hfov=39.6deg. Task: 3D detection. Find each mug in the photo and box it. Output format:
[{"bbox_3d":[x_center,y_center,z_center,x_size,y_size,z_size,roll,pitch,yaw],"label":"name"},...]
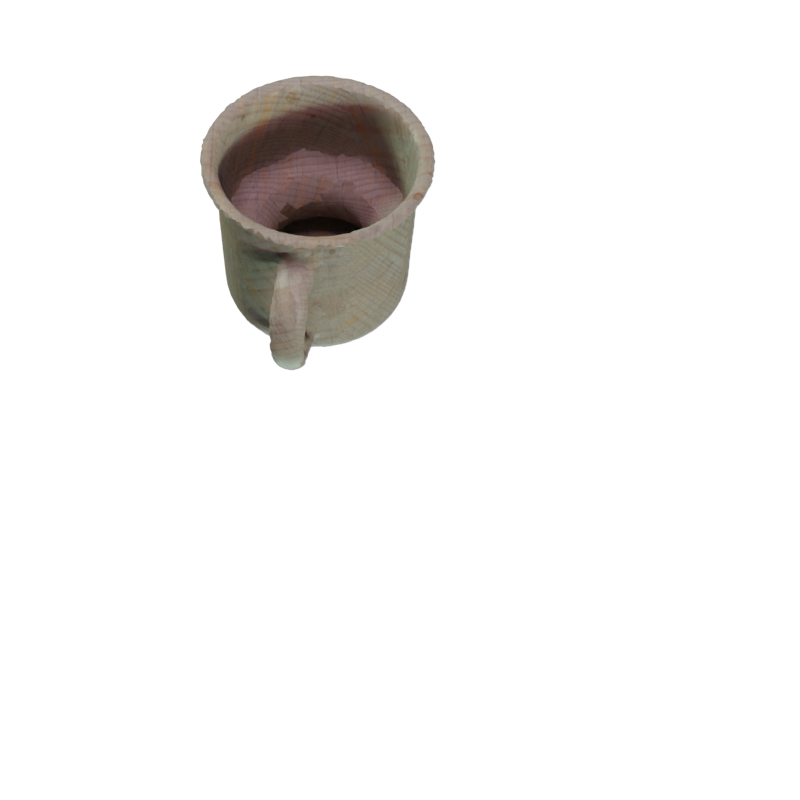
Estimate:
[{"bbox_3d":[-0.036,-0.066,0.462,0.094,0.125,0.076,5,-35,2],"label":"mug"}]
